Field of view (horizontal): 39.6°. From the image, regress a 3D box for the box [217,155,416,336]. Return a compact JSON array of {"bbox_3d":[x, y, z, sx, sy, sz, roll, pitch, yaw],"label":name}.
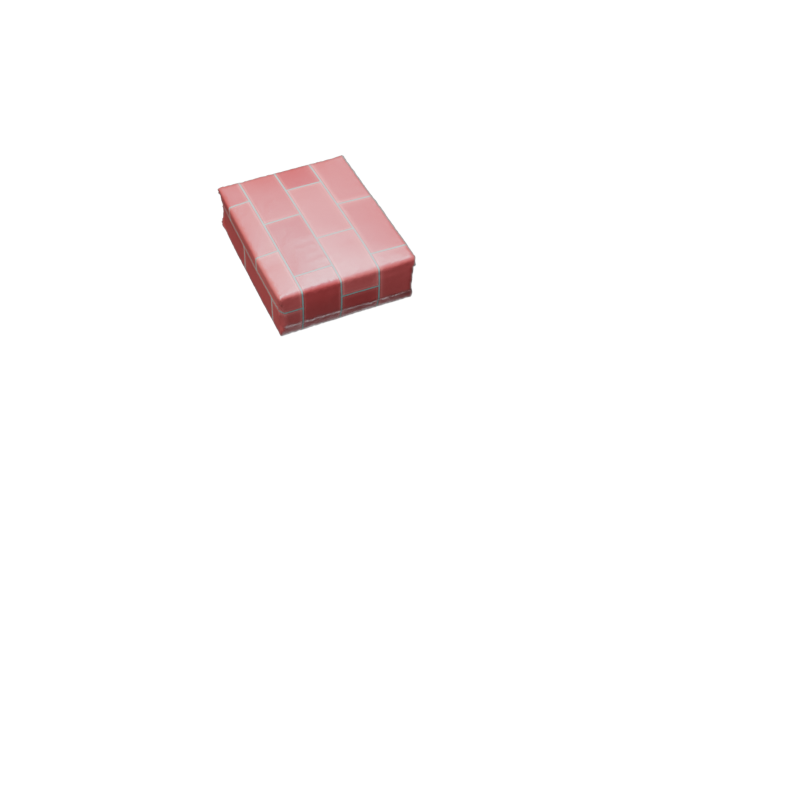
[{"bbox_3d":[-0.055,-0.100,0.701,0.089,0.036,0.123,-18,48,-17],"label":"box"}]
